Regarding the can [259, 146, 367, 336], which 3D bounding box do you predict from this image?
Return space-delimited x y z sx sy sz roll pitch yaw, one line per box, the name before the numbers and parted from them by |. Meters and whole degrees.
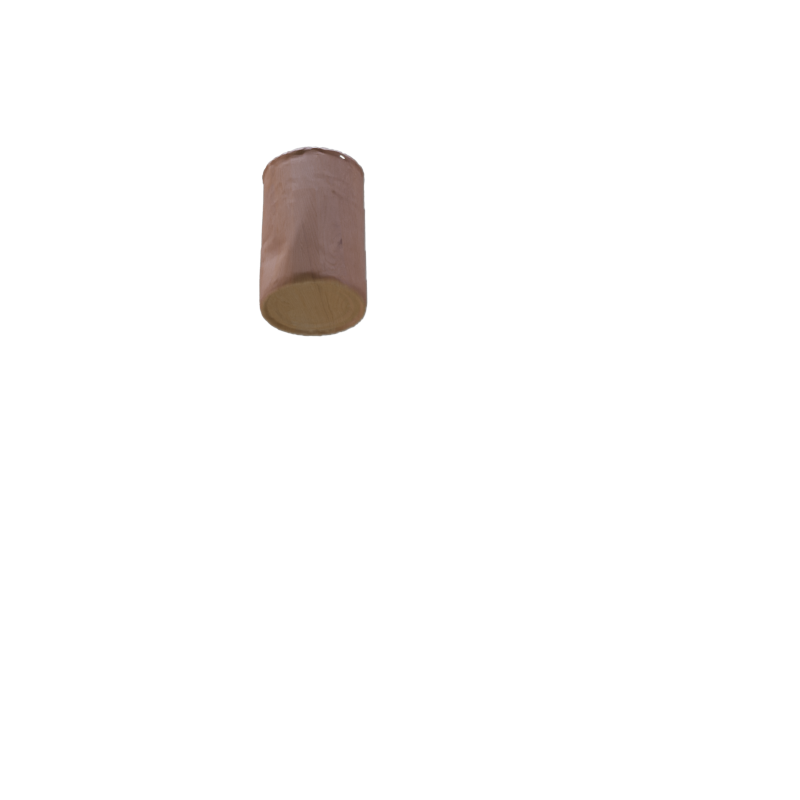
can | -0.055 -0.100 0.704 0.068 0.109 0.064 -1 -31 -2
